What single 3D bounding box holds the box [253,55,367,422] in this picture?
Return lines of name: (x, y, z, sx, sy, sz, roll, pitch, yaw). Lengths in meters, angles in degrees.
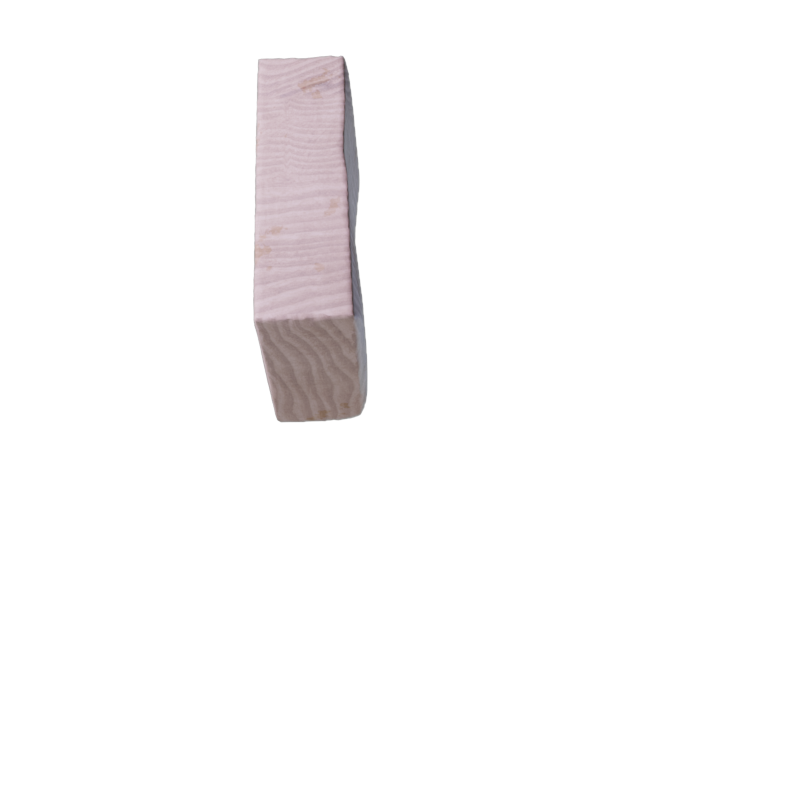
box: (-0.062, -0.114, 0.797, 0.072, 0.228, 0.154, -2, -29, 0)
